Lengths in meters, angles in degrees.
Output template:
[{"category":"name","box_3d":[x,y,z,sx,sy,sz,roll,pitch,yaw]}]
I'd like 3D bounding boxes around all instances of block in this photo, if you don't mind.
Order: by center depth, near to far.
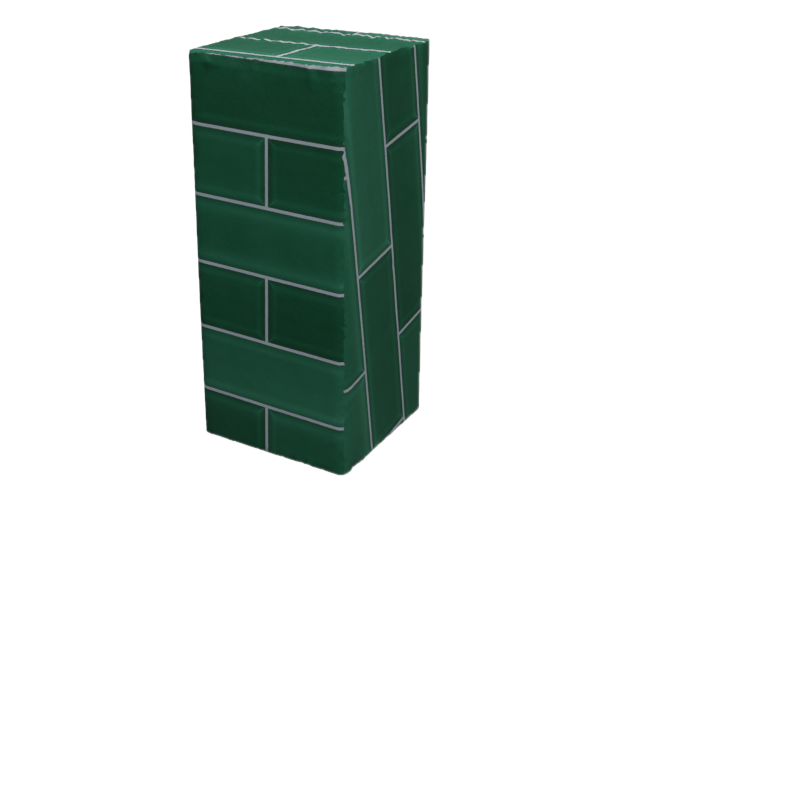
[{"category":"block","box_3d":[-0.045,-0.082,0.574,0.095,0.196,0.090,13,25,26]}]
